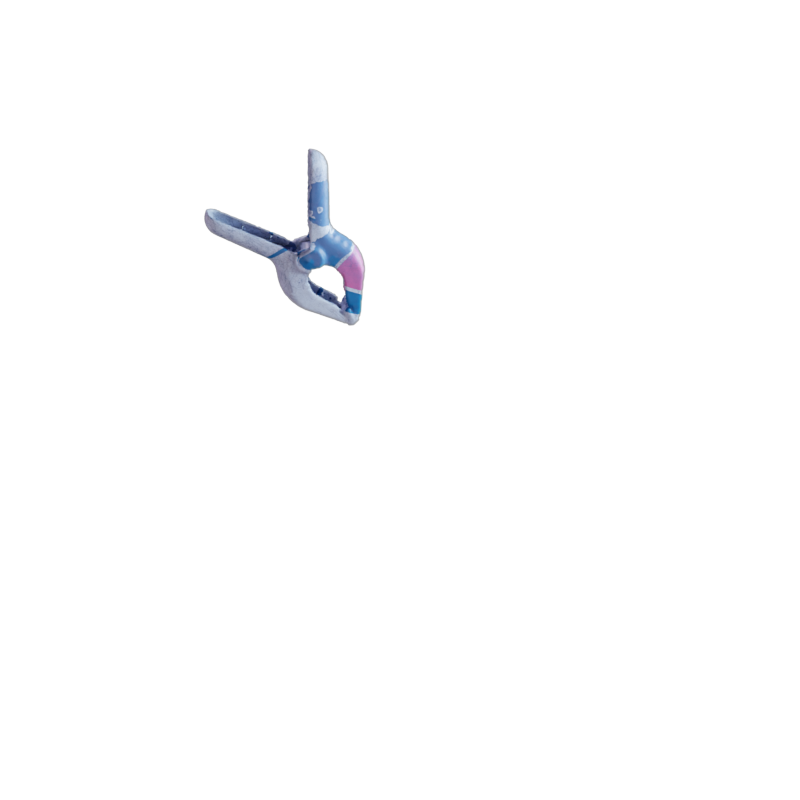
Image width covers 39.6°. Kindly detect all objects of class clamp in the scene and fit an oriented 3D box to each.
[{"bbox_3d":[-0.077,-0.141,0.989,0.119,0.161,0.042,-34,29,22],"label":"clamp"}]
